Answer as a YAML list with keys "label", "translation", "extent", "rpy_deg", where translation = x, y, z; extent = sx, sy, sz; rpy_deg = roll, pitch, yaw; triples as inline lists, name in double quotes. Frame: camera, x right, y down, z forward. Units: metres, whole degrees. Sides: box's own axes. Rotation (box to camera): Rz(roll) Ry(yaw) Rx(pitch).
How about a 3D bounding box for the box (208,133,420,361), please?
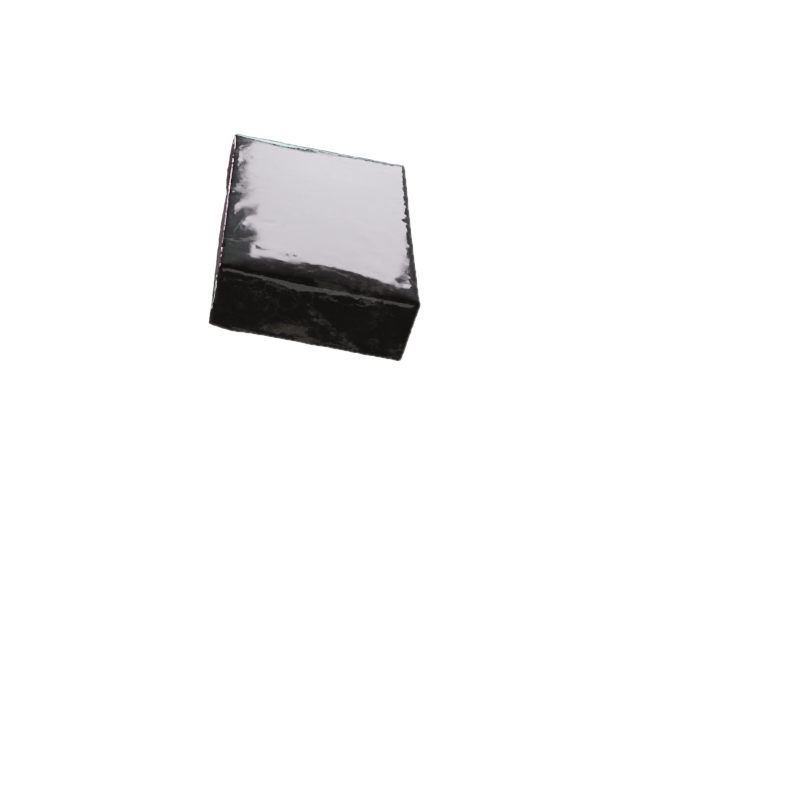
- label: "box"
  translation: [-0.075, -0.137, 0.963]
  extent: [0.162, 0.068, 0.229]
  rpy_deg: [9, 38, -10]
